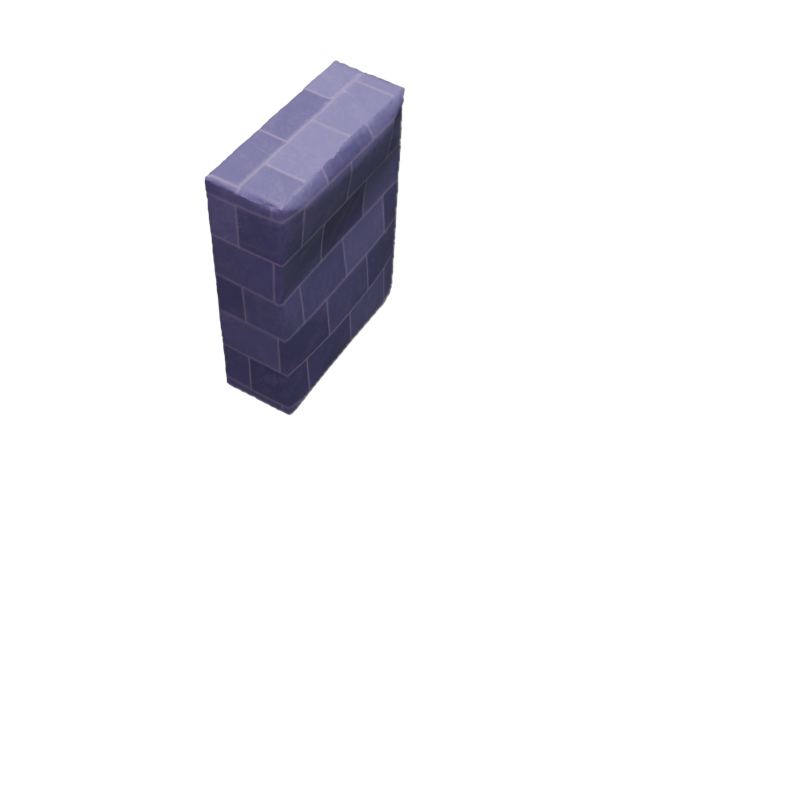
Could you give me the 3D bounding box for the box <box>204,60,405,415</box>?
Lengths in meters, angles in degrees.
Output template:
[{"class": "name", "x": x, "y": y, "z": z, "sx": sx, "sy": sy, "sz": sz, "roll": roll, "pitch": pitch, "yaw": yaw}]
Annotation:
[{"class": "box", "x": -0.065, "y": -0.119, "z": 0.834, "sx": 0.075, "sy": 0.199, "sz": 0.169, "roll": 24, "pitch": 51, "yaw": 17}]
